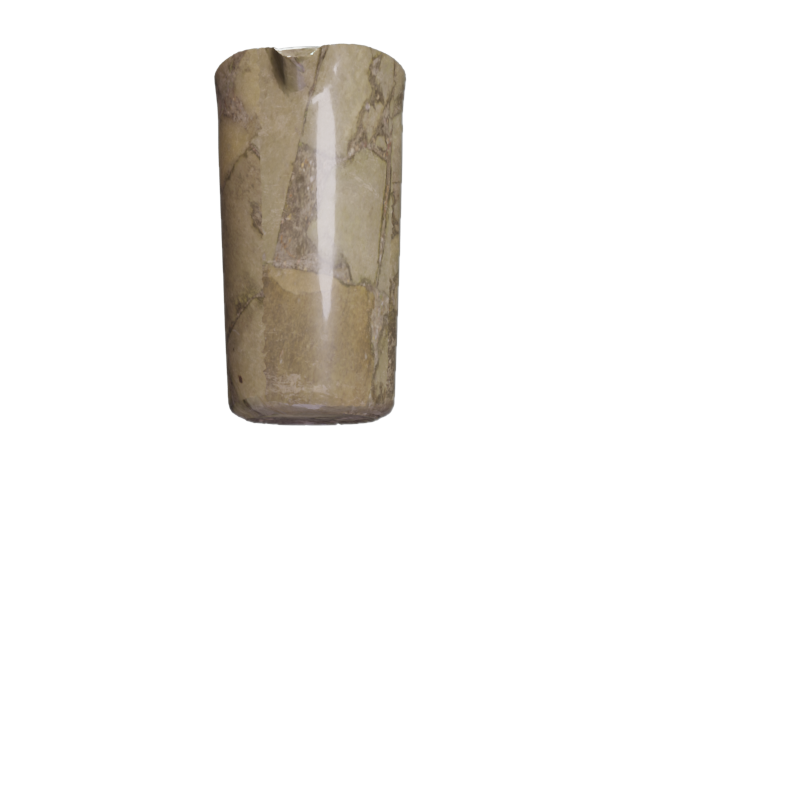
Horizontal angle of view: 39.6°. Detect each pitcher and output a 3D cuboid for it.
[{"bbox_3d":[-0.059,-0.108,0.755,0.142,0.251,0.148,10,-16,-42],"label":"pitcher"}]
